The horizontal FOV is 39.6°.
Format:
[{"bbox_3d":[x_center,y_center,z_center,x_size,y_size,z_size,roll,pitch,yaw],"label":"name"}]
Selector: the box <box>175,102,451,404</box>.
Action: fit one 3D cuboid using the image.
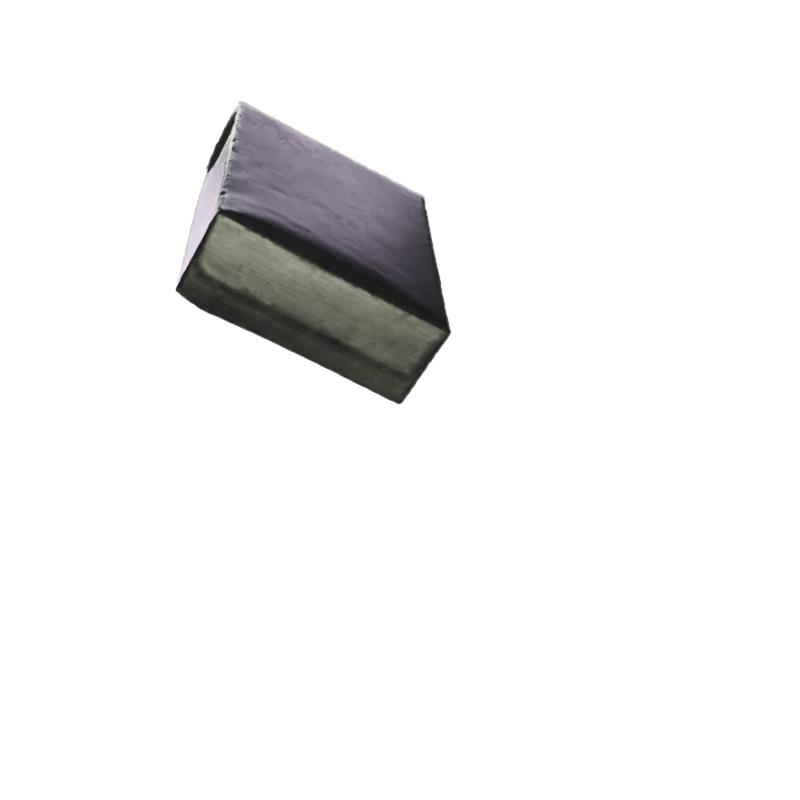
[{"bbox_3d":[-0.060,-0.109,0.763,0.159,0.070,0.227,25,26,-16],"label":"box"}]
